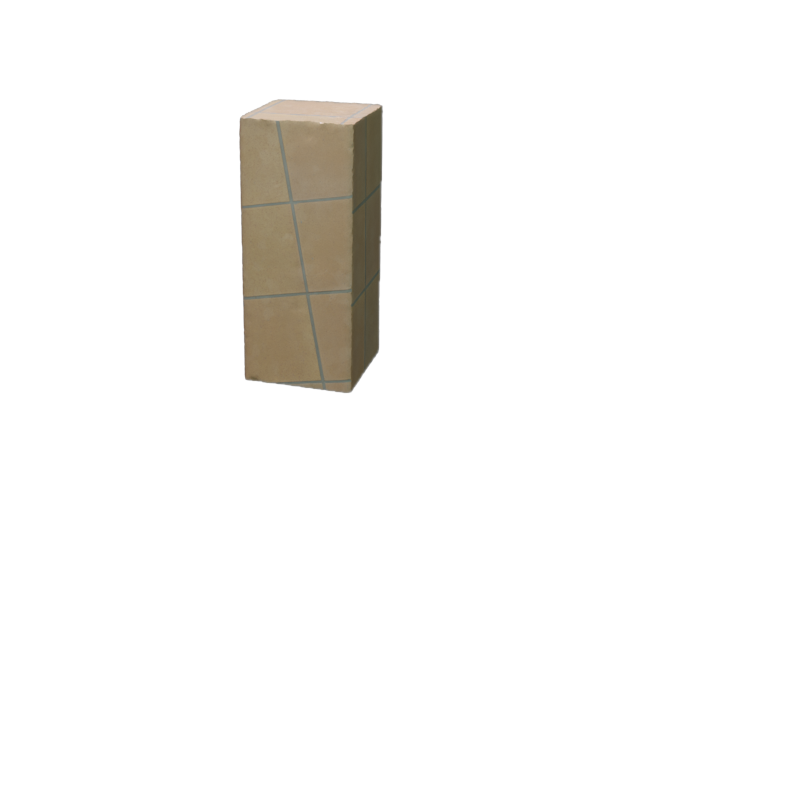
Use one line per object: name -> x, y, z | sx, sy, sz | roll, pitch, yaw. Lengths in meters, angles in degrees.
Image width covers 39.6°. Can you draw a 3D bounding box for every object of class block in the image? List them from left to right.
block -> -0.068, -0.123, 0.860 | 0.092, 0.198, 0.092 | 6, 19, 13
